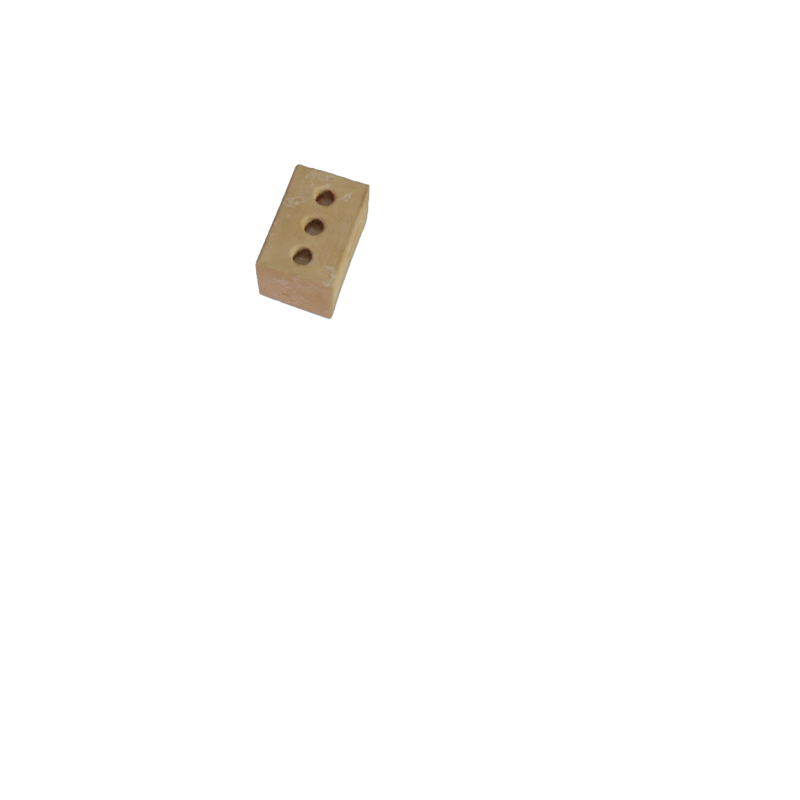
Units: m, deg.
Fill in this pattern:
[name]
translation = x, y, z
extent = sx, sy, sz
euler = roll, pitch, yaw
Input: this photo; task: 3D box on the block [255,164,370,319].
[block]
translation = -0.057, -0.103, 0.722
extent = 0.053, 0.081, 0.049
euler = 17, -22, 4
